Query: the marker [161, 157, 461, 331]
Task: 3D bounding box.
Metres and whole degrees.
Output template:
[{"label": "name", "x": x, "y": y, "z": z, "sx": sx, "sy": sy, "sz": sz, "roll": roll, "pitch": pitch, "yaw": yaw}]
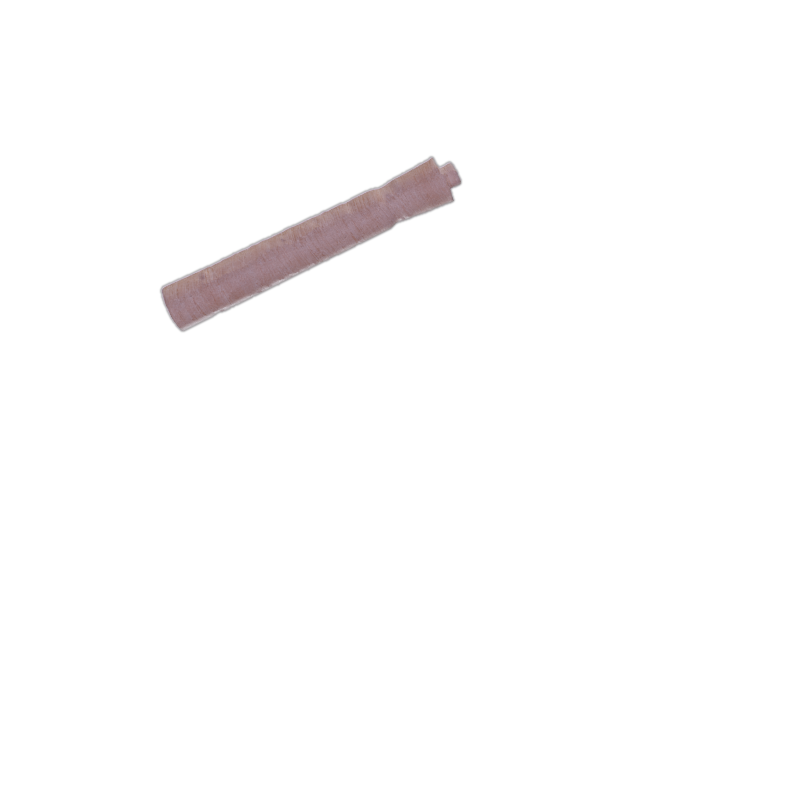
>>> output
[{"label": "marker", "x": -0.033, "y": -0.060, "z": 0.423, "sx": 0.121, "sy": 0.020, "sz": 0.020, "roll": -26, "pitch": 4, "yaw": 2}]
